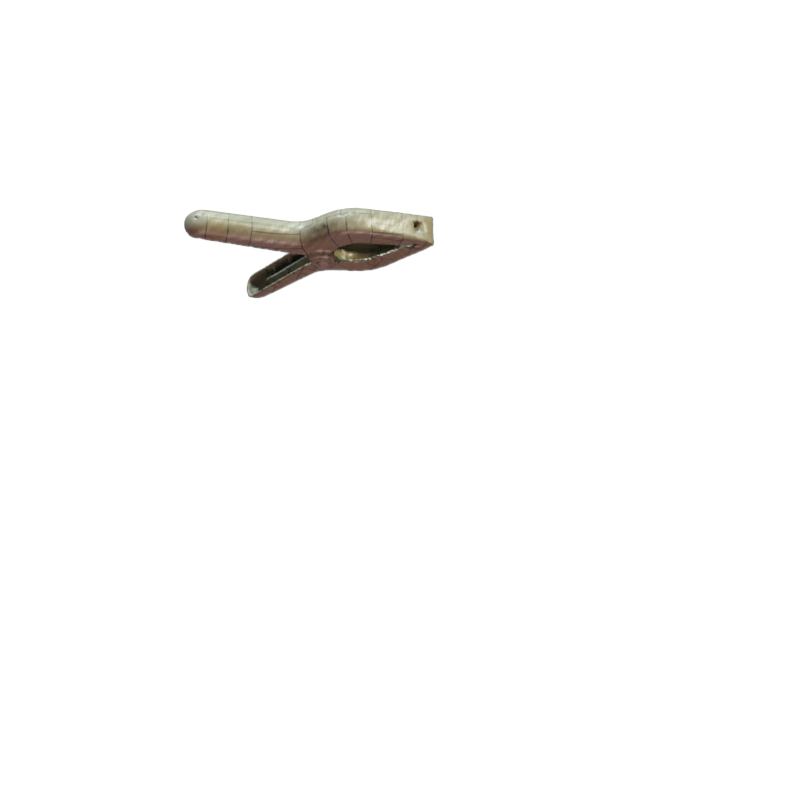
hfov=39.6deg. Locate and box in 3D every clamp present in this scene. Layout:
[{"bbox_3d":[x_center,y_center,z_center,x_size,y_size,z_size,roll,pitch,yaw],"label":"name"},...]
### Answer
[{"bbox_3d":[-0.077,-0.141,0.984,0.214,0.038,0.154,-7,-18,21],"label":"clamp"}]
